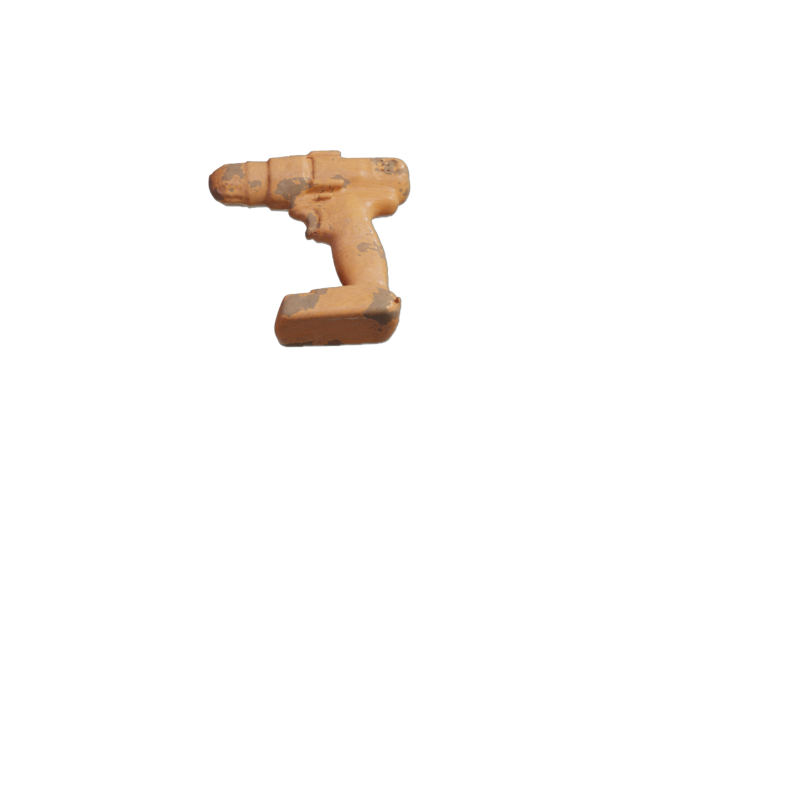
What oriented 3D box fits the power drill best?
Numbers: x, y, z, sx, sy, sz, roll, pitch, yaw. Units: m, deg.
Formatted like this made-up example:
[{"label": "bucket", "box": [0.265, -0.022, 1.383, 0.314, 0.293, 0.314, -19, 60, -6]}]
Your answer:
[{"label": "power drill", "box": [-0.076, -0.139, 0.974, 0.184, 0.201, 0.054, -3, -33, -3]}]
